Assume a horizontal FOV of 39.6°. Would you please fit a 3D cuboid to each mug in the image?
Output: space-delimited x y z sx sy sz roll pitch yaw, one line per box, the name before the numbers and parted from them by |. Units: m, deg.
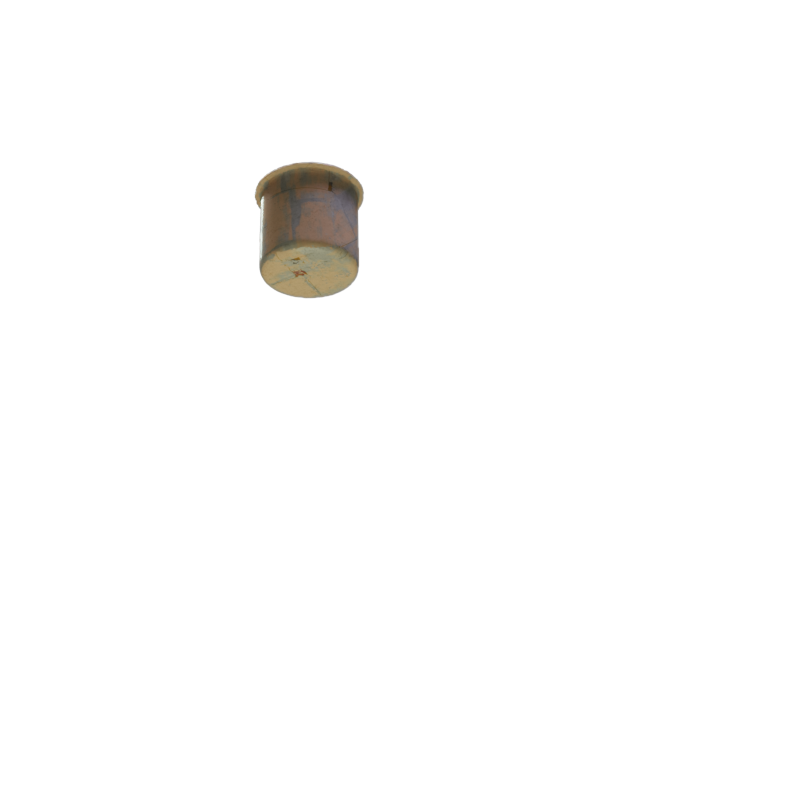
mug | -0.073 -0.133 0.931 0.094 0.087 0.108 -8 -30 12
